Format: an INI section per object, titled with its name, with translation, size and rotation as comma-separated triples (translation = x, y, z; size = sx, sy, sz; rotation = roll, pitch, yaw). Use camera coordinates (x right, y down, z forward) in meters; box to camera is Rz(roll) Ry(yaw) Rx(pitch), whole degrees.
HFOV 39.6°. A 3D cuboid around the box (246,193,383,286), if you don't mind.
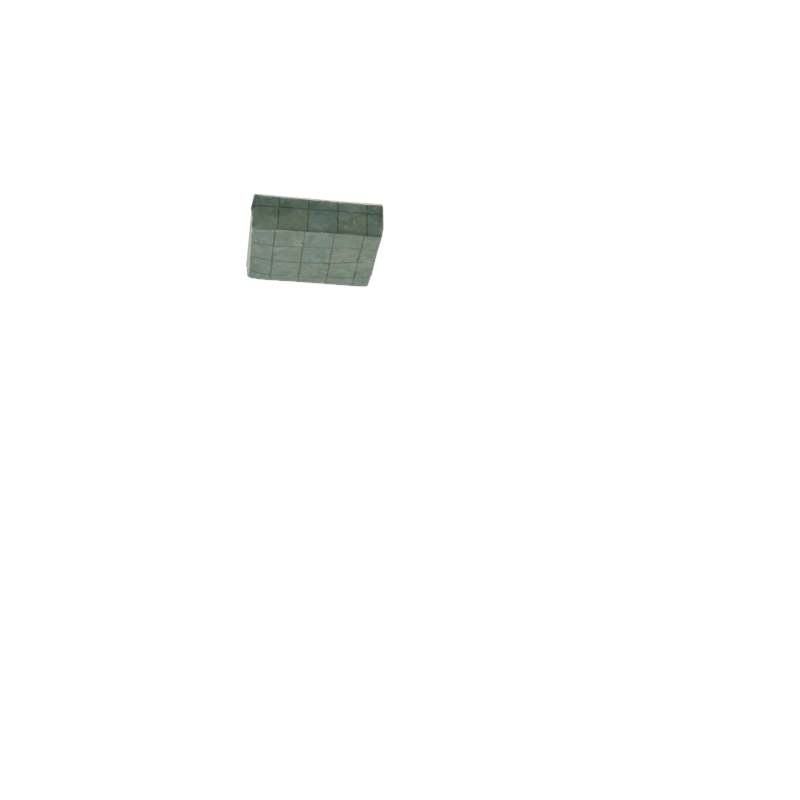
[box]
translation = -0.075, -0.137, 0.963
size = 0.112, 0.041, 0.085
rotation = 3, -26, -7
